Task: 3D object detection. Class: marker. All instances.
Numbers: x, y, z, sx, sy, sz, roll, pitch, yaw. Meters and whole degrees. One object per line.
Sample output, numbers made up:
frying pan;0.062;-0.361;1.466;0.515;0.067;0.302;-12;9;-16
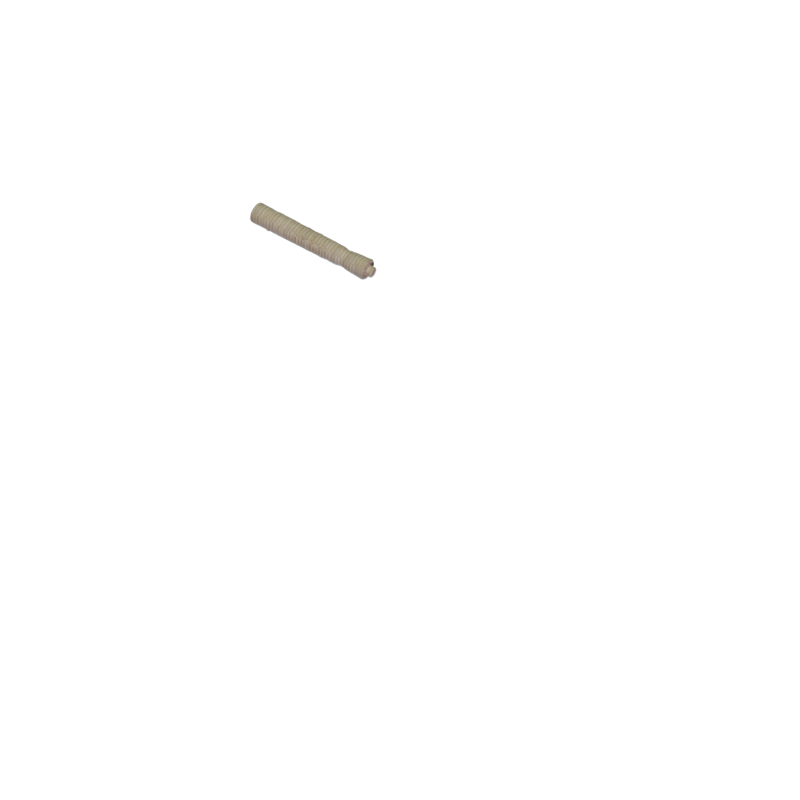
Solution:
marker;-0.073;-0.133;0.935;0.127;0.019;0.019;30;14;21
